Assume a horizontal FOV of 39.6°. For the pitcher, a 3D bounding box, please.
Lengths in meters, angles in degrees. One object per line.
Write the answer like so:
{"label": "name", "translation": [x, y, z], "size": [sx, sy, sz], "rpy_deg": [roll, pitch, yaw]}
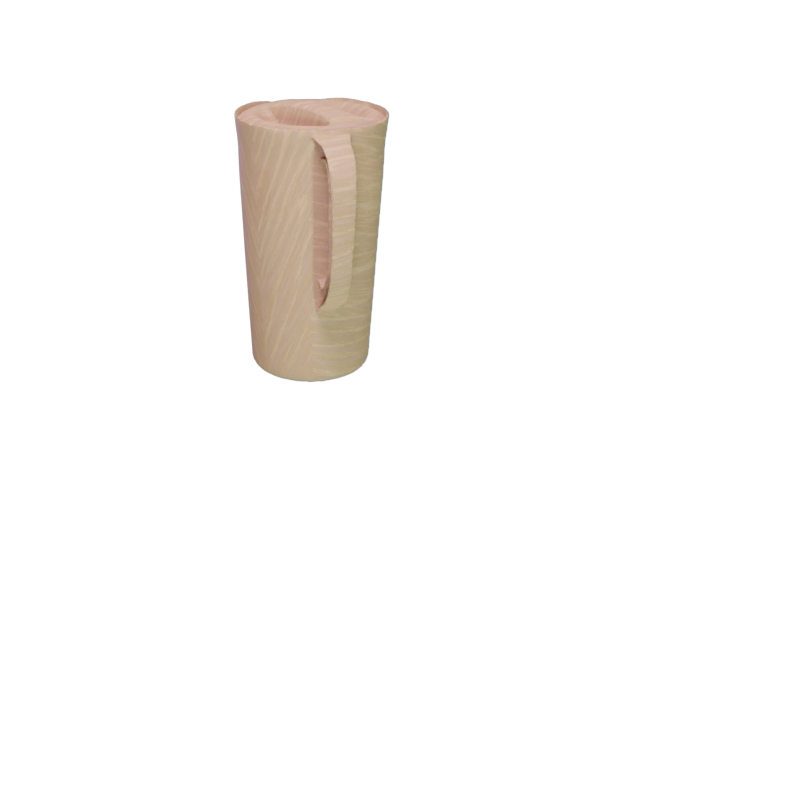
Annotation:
{"label": "pitcher", "translation": [-0.077, -0.140, 0.980], "size": [0.151, 0.232, 0.150], "rpy_deg": [12, 24, 24]}
